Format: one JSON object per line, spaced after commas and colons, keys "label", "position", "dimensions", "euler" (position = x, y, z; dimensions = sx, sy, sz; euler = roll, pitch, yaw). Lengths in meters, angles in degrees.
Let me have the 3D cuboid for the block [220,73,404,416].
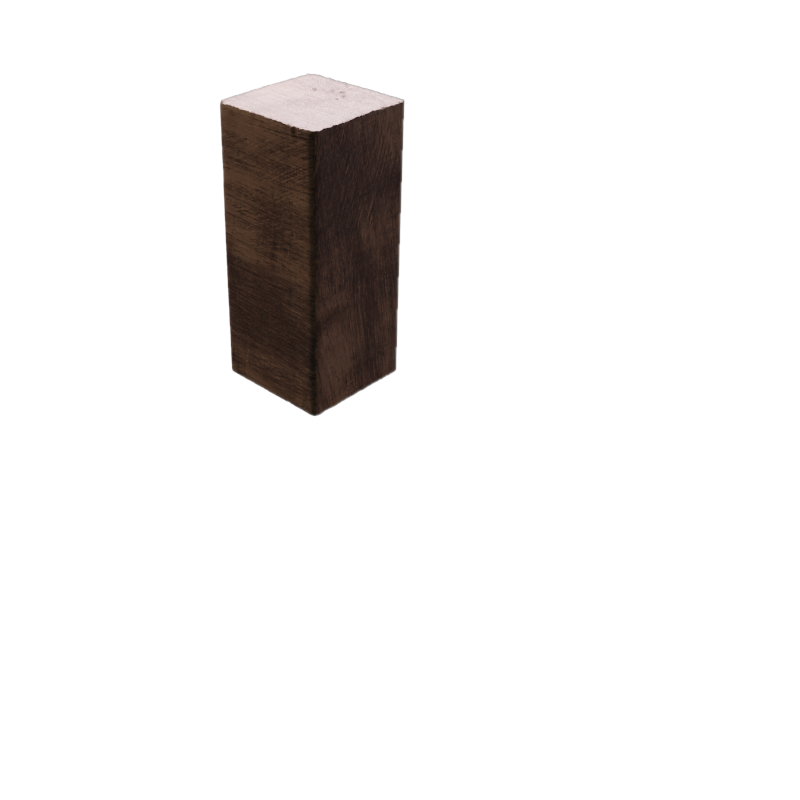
{"label": "block", "position": [-0.061, -0.109, 0.766], "dimensions": [0.096, 0.195, 0.090], "euler": [25, 36, 36]}
